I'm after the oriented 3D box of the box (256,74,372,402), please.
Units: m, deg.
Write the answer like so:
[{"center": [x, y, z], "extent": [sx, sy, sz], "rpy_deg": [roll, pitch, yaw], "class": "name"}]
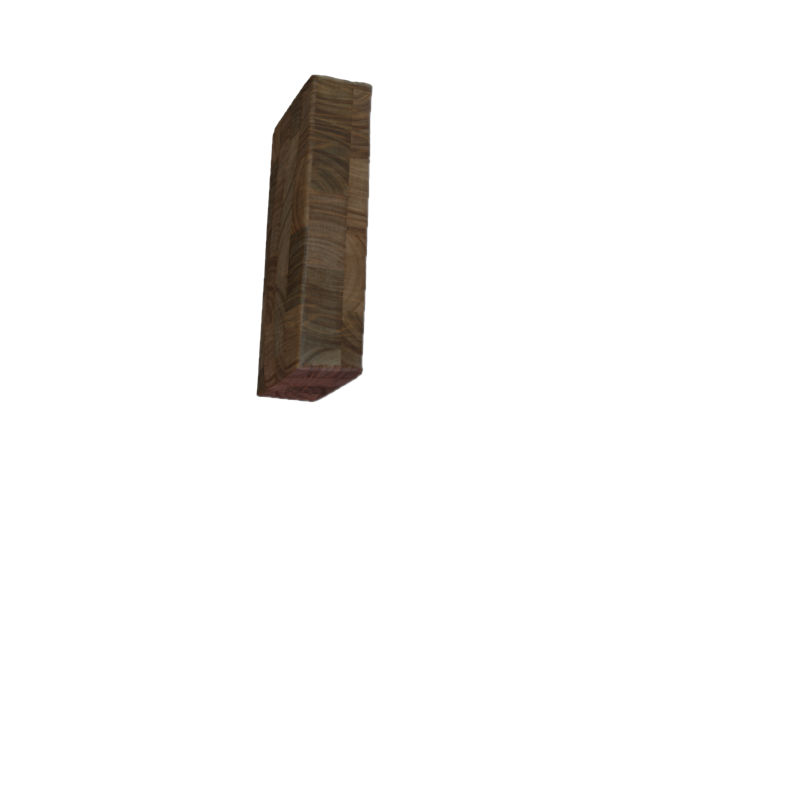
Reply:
[{"center": [-0.052, -0.094, 0.662], "extent": [0.047, 0.184, 0.092], "rpy_deg": [5, -18, -20], "class": "box"}]
